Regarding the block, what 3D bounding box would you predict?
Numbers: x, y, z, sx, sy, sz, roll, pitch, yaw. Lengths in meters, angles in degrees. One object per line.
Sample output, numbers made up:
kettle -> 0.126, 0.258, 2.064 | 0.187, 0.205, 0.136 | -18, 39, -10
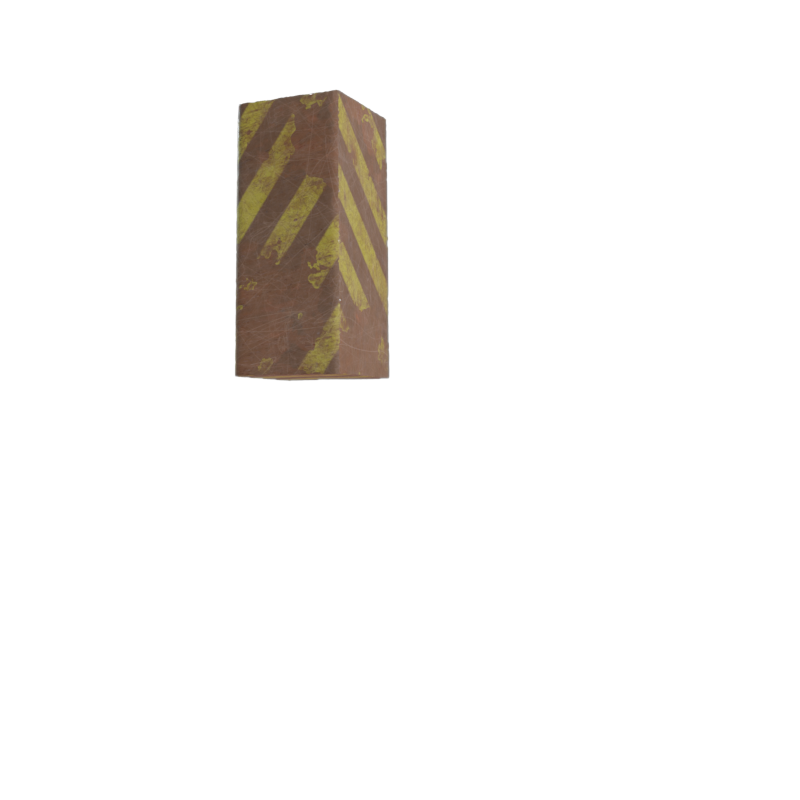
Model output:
block -> -0.067, -0.121, 0.846 | 0.092, 0.211, 0.086 | -4, -9, 24
